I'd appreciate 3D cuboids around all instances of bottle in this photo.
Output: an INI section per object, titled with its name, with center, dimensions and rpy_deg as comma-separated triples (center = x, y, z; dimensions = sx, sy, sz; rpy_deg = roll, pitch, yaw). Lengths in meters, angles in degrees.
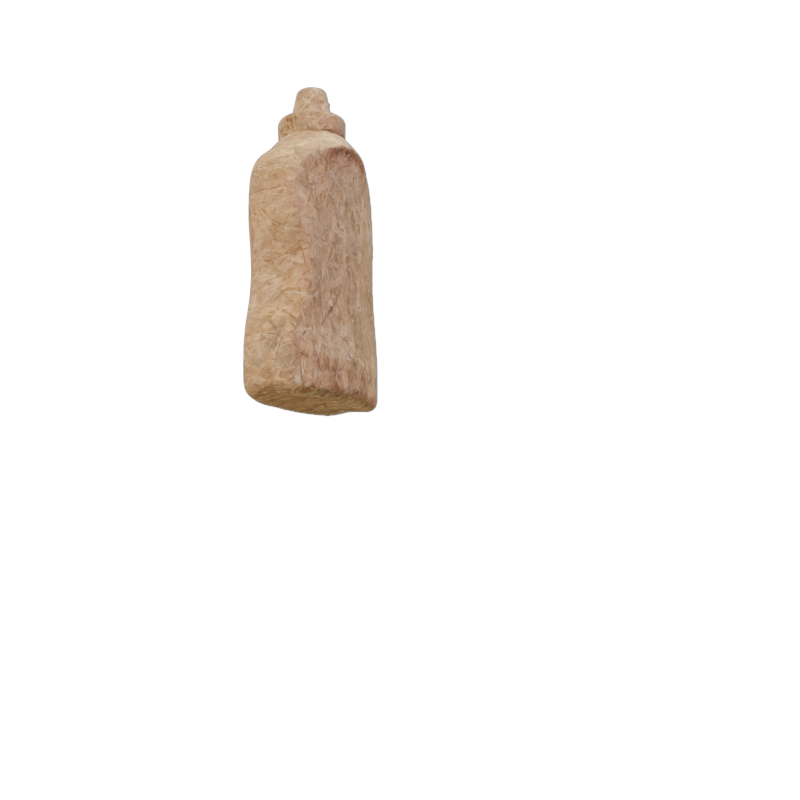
[bottle]
center = -0.051, -0.092, 0.646
dimensions = 0.060, 0.200, 0.090
rpy_deg = -12, -19, 31
